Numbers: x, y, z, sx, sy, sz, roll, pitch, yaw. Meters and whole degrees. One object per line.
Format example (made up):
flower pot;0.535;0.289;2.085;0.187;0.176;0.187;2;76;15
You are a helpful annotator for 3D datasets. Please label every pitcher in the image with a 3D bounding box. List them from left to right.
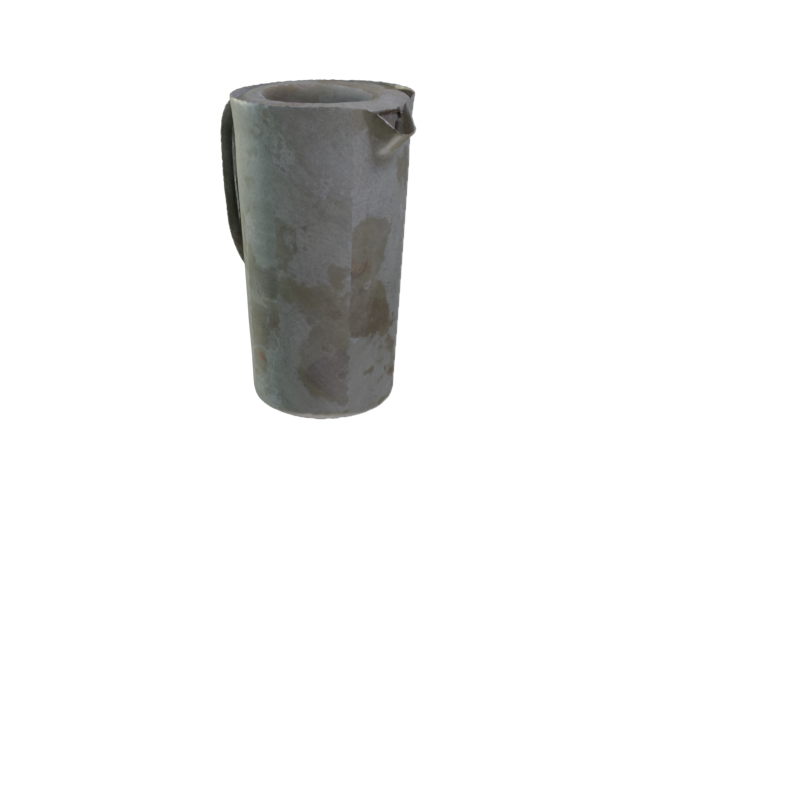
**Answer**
pitcher;-0.065;-0.119;0.833;0.145;0.233;0.156;0;19;-3
